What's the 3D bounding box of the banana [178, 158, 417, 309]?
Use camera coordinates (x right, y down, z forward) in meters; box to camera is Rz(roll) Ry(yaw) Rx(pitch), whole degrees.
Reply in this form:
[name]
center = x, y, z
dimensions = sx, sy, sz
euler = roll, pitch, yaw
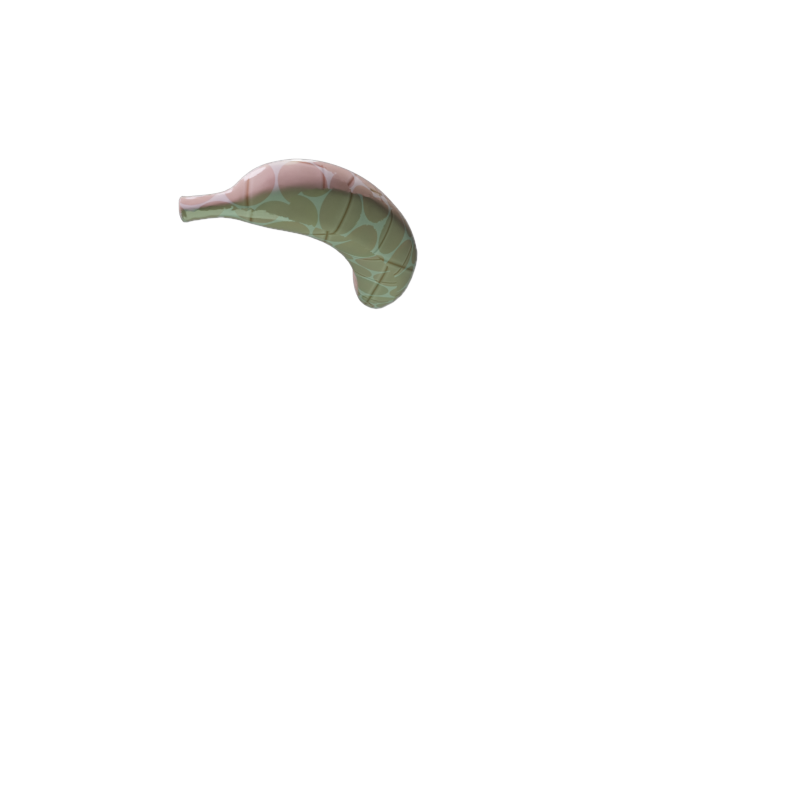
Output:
[banana]
center = -0.031, -0.086, 0.571
dimensions = 0.071, 0.038, 0.186
euler = -7, -14, 27
